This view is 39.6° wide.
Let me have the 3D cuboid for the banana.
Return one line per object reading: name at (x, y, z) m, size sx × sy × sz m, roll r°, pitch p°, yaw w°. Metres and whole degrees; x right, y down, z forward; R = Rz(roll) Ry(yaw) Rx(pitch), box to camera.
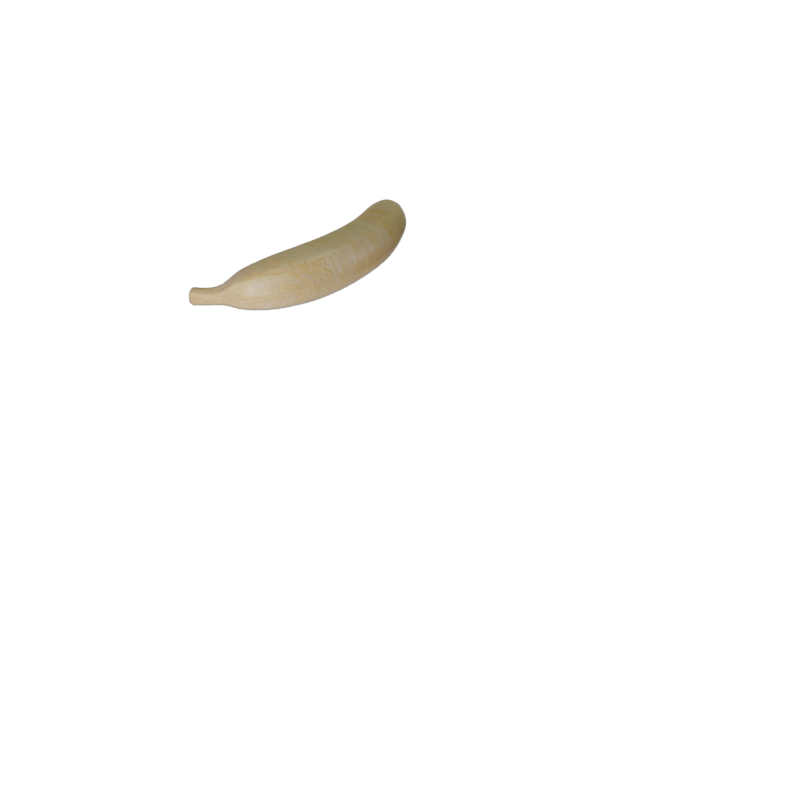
banana at (-0.049, -0.102, 0.758) m, size 0.074 × 0.035 × 0.197 m, roll 24°, pitch 38°, yaw 35°
